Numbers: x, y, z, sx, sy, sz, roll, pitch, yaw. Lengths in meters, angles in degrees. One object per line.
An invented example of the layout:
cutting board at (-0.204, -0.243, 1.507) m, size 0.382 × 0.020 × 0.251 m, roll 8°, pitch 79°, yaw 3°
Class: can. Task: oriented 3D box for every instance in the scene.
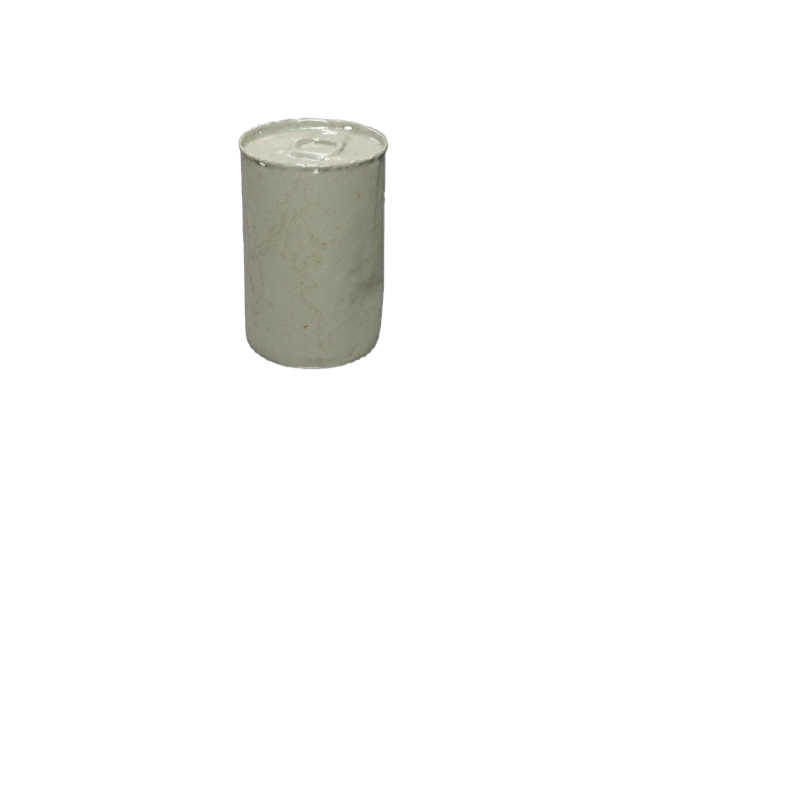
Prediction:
can at (-0.041, -0.075, 0.524) m, size 0.068 × 0.097 × 0.072 m, roll 0°, pitch 27°, yaw -2°
